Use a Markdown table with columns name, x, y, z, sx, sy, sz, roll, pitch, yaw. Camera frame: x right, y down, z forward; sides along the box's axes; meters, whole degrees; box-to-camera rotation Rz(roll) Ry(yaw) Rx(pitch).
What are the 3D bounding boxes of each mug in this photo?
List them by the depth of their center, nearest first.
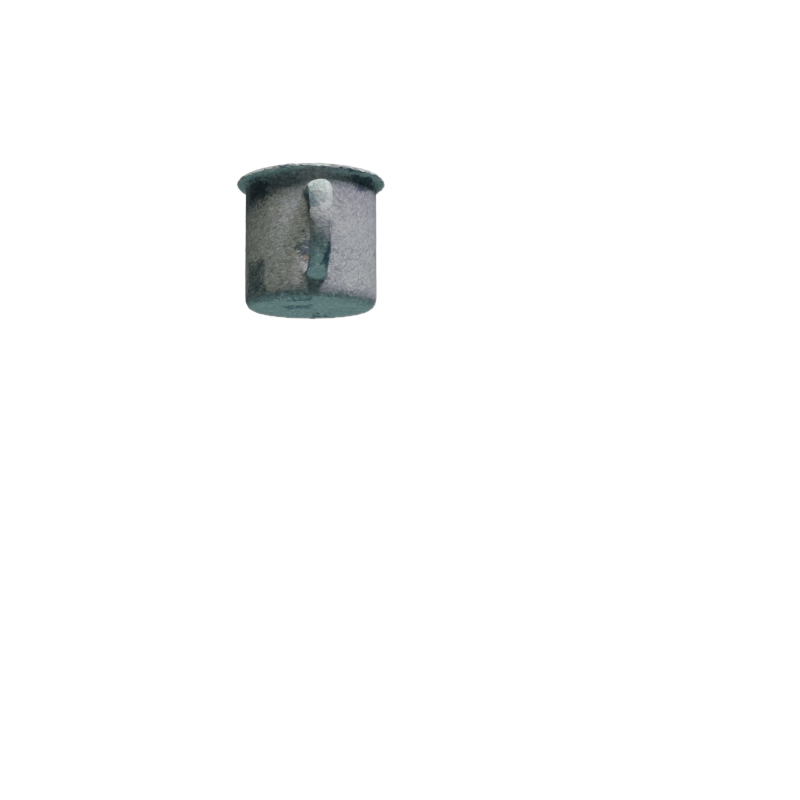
| name | x | y | z | sx | sy | sz | roll | pitch | yaw |
| --- | --- | --- | --- | --- | --- | --- | --- | --- | --- |
| mug | -0.053 | -0.097 | 0.681 | 0.092 | 0.084 | 0.116 | 1 | -8 | -10 |
